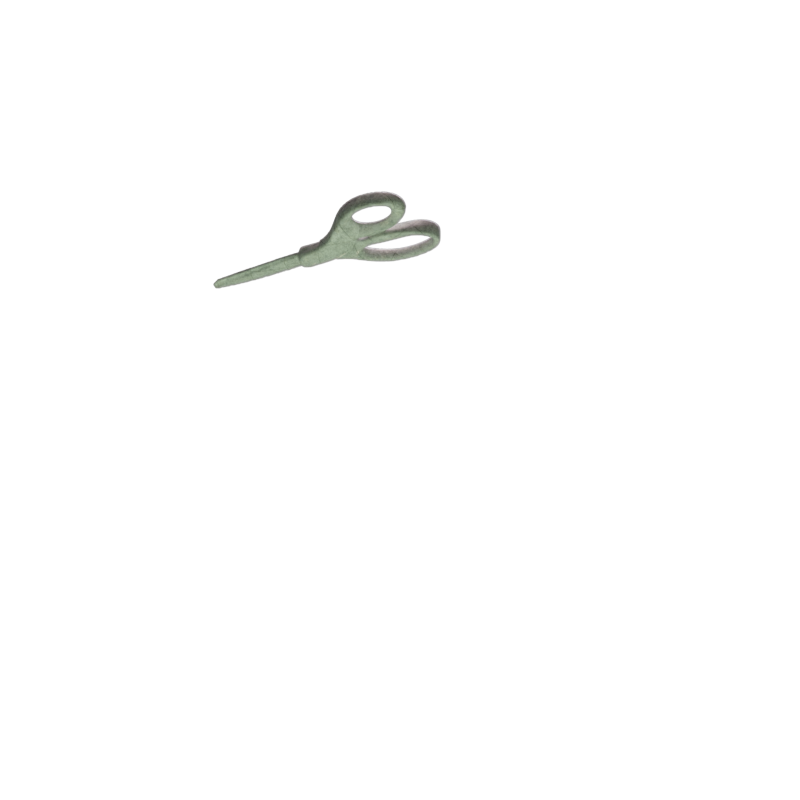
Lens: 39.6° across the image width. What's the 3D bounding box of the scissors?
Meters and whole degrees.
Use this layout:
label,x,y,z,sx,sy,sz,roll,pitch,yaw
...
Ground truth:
label,x,y,z,sx,sy,sz,roll,pitch,yaw
scissors,-0.070,-0.127,0.891,0.204,0.017,0.089,-6,-28,12
